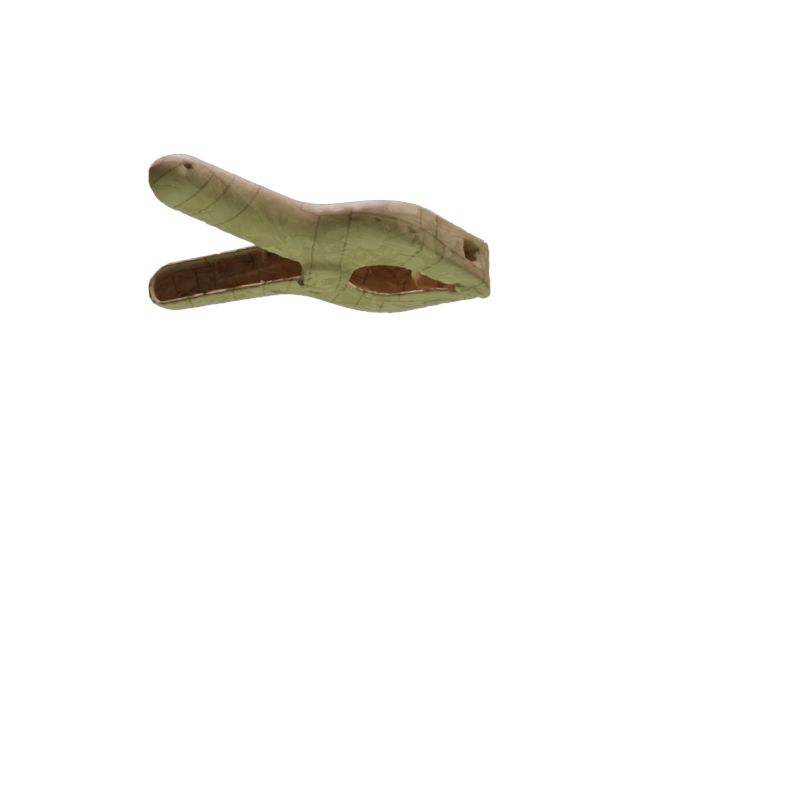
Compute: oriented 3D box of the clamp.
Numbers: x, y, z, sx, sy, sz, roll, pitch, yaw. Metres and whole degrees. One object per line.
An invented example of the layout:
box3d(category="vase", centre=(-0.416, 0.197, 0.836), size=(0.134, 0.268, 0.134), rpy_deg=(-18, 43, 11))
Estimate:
box3d(category="clamp", centre=(-0.041, -0.074, 0.521), size=(0.171, 0.041, 0.114), rpy_deg=(0, -18, 0))
